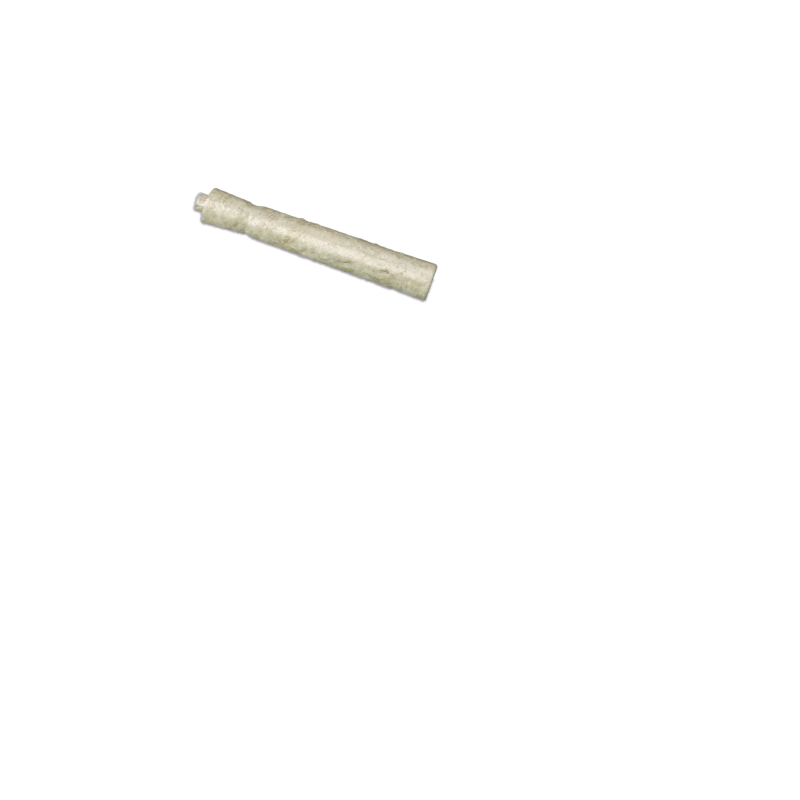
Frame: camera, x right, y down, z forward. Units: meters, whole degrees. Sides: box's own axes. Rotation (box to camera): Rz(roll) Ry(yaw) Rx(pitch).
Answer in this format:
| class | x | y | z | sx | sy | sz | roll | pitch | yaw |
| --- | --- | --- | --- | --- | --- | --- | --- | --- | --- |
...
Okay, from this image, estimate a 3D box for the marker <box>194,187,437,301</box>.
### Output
| class | x | y | z | sx | sy | sz | roll | pitch | yaw |
| --- | --- | --- | --- | --- | --- | --- | --- | --- | --- |
| marker | -0.042 | -0.077 | 0.536 | 0.123 | 0.020 | 0.020 | 20 | 6 | 6 |
